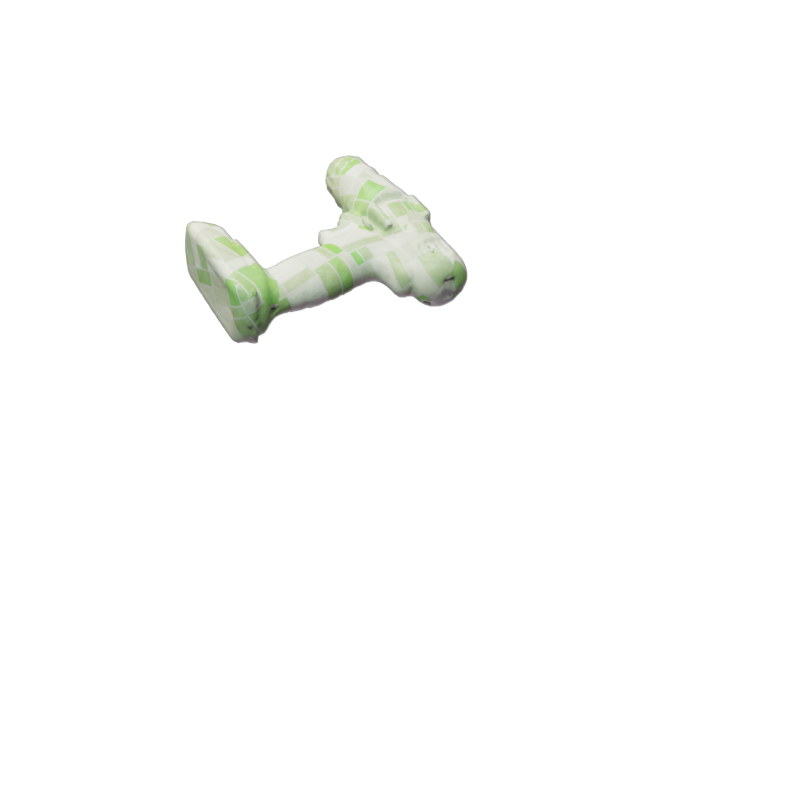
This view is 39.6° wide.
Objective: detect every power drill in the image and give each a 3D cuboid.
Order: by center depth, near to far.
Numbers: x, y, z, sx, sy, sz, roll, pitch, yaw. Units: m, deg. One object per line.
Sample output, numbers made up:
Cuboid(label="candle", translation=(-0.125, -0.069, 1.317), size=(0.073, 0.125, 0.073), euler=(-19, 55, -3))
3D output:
Cuboid(label="power drill", translation=(-0.067, -0.123, 0.860), size=(0.185, 0.054, 0.200), euler=(-18, 43, -21))
